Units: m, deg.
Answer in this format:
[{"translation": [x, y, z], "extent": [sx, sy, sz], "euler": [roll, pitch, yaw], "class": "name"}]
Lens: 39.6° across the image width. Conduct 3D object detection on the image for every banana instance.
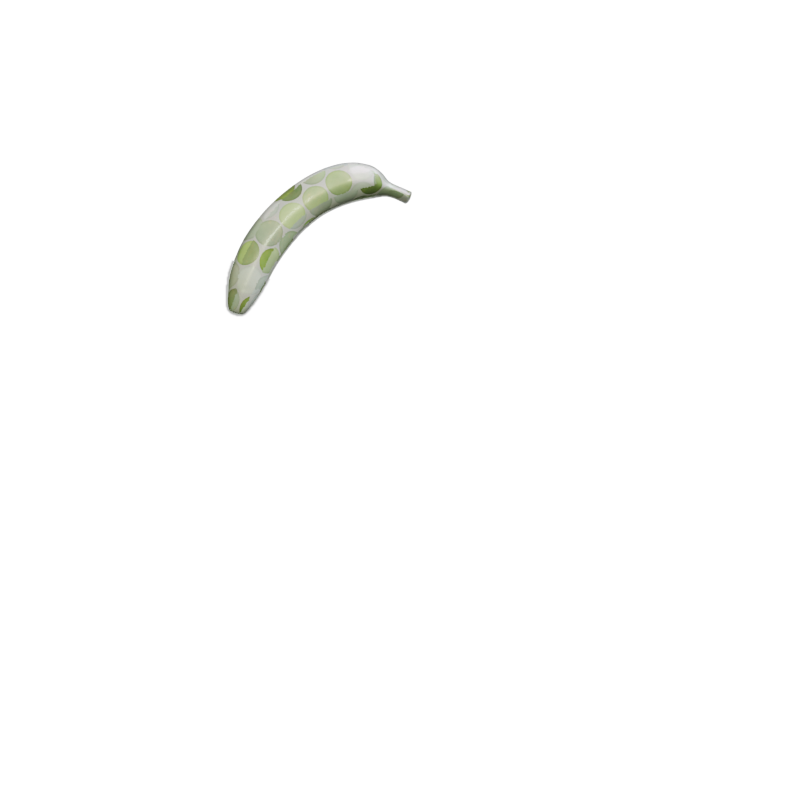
[{"translation": [-0.084, -0.155, 0.975], "extent": [0.199, 0.073, 0.035], "euler": [-37, -17, -14], "class": "banana"}]
